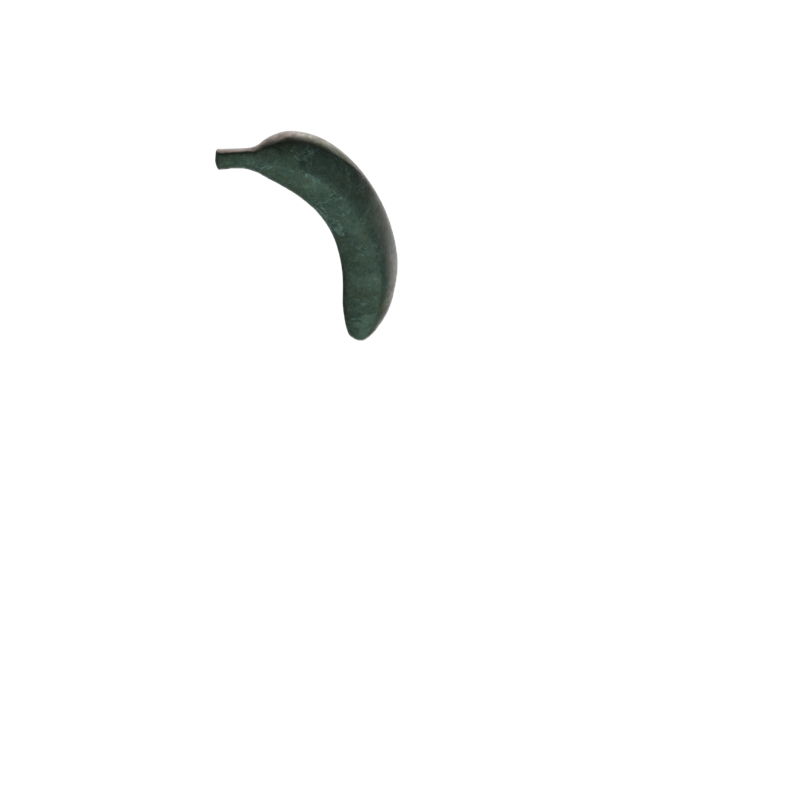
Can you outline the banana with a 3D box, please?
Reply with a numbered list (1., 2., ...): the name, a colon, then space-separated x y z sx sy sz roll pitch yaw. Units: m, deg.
1. banana: -0.040 -0.109 0.705 0.070 0.039 0.182 -18 -43 19
